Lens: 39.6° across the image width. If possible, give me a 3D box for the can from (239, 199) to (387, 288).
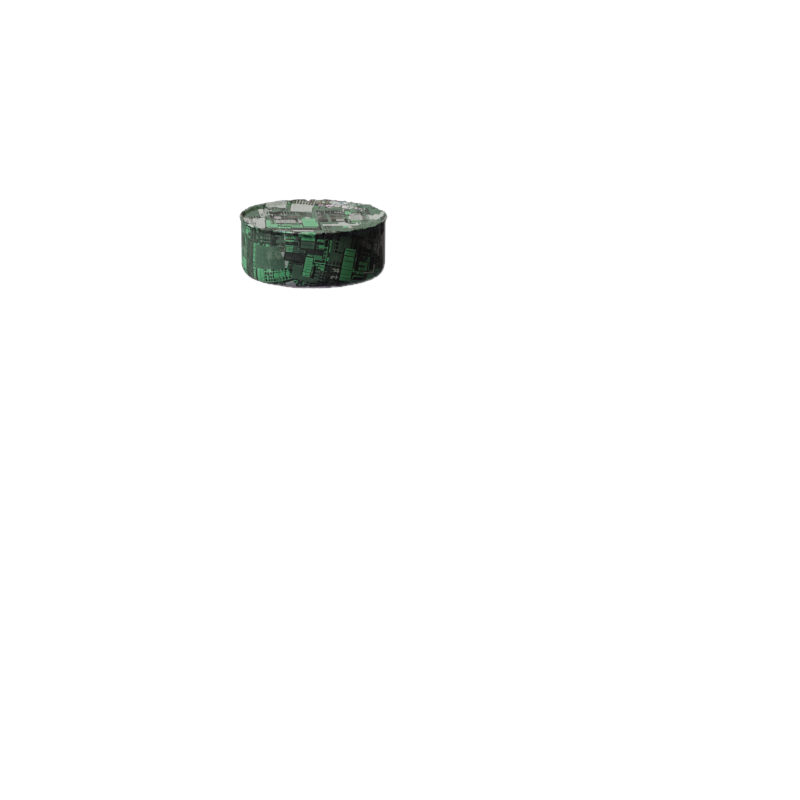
[{"bbox_3d":[-0.051,-0.093,0.648,0.086,0.032,0.090,-1,21,-2],"label":"can"}]
